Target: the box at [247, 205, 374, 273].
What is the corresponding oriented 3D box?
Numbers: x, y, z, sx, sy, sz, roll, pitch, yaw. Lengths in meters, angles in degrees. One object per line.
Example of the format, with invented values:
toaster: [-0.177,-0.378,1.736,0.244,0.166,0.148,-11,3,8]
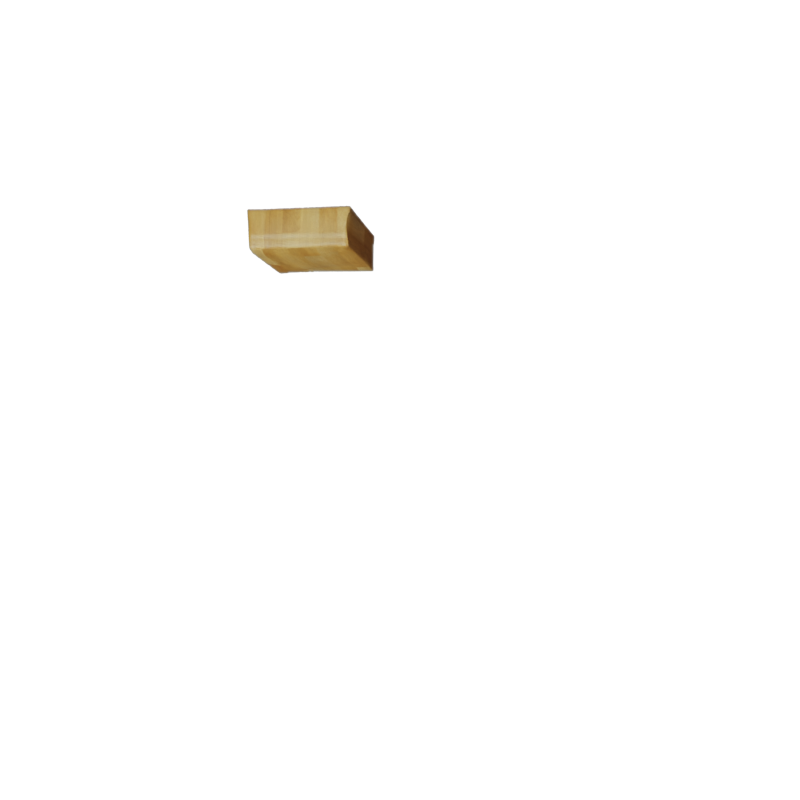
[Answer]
box: [-0.076,-0.138,0.967,0.091,0.040,0.110,-1,-4,11]
